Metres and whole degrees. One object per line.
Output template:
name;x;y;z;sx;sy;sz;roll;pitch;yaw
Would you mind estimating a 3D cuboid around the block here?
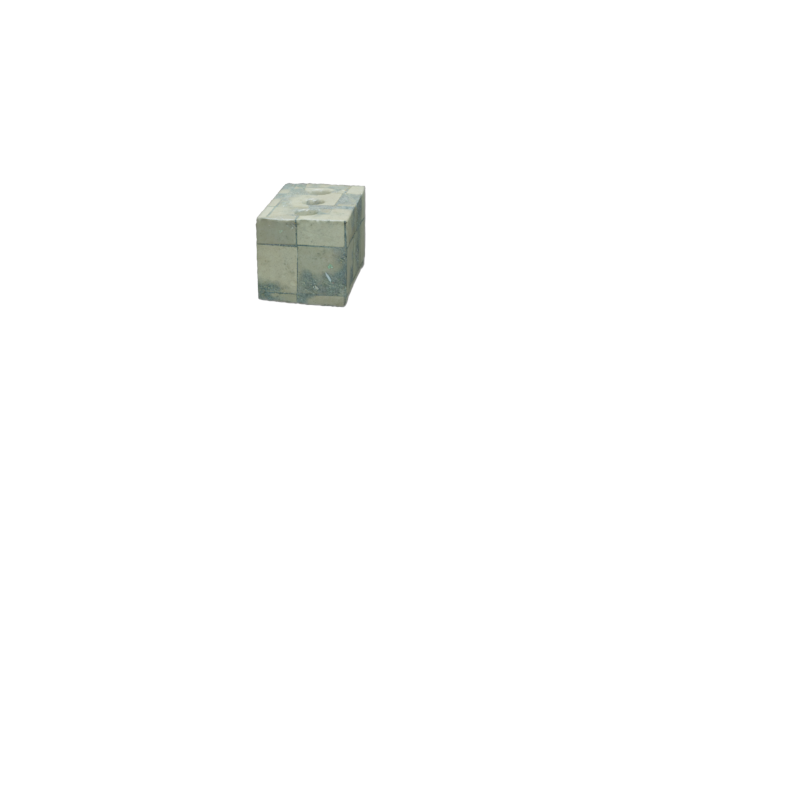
block;-0.051;-0.093;0.654;0.053;0.049;0.081;3;23;6
